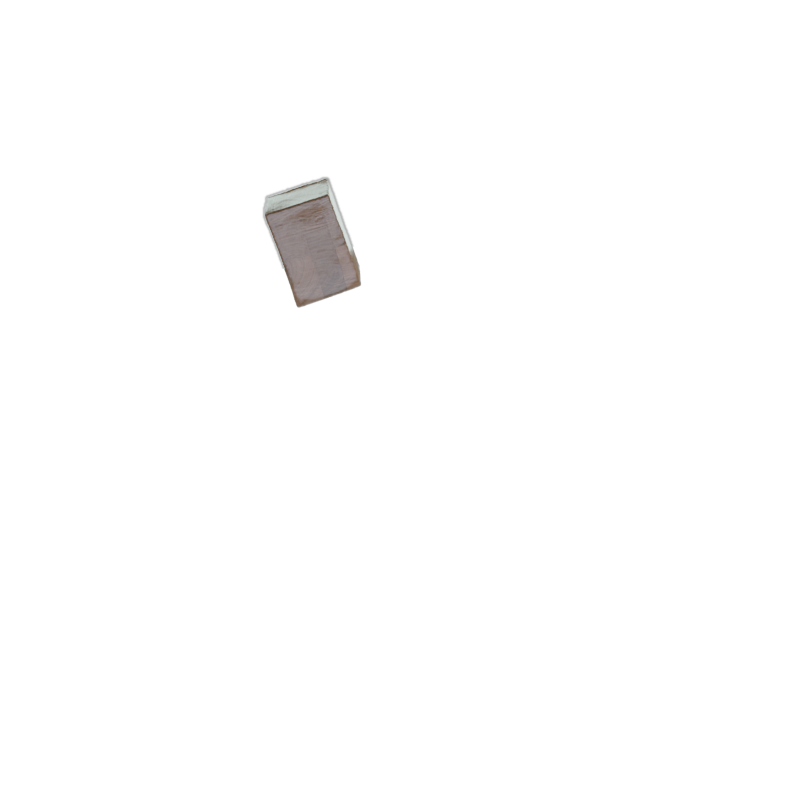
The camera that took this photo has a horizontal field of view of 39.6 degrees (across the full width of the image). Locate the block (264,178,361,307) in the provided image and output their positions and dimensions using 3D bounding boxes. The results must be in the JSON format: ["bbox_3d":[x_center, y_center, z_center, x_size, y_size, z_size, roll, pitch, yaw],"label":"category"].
[{"bbox_3d":[-0.066,-0.120,0.843,0.053,0.075,0.053,-17,19,4],"label":"block"}]
